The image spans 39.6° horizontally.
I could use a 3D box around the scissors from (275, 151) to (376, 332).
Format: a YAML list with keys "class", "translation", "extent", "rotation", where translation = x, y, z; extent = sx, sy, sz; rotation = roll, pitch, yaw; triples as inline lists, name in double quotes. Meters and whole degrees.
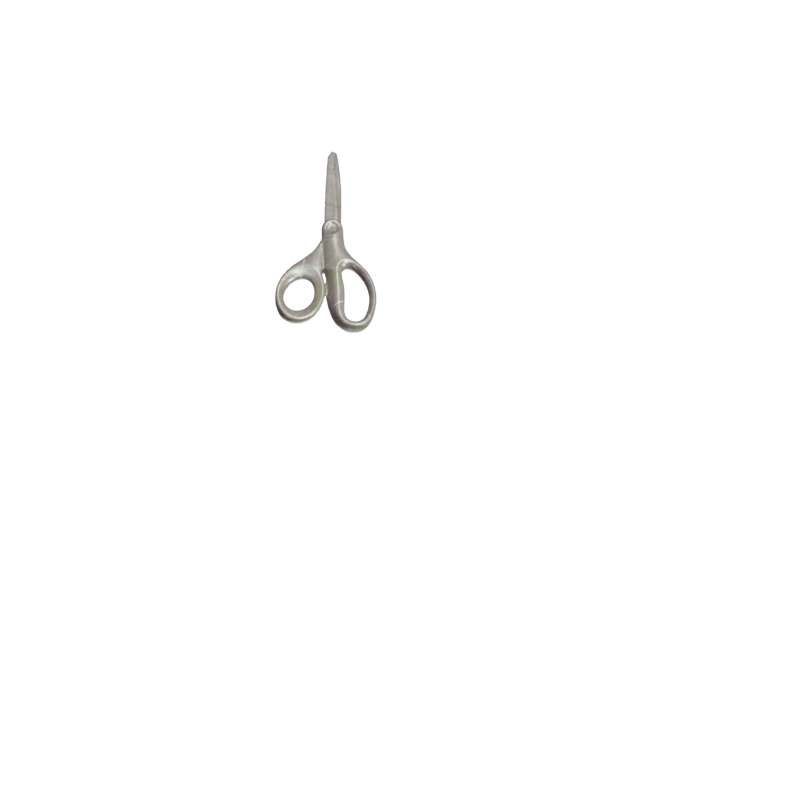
- class: "scissors"
  translation: [-0.078, -0.143, 0.999]
  extent: [0.095, 0.217, 0.015]
  rotation: [-13, -34, -9]
